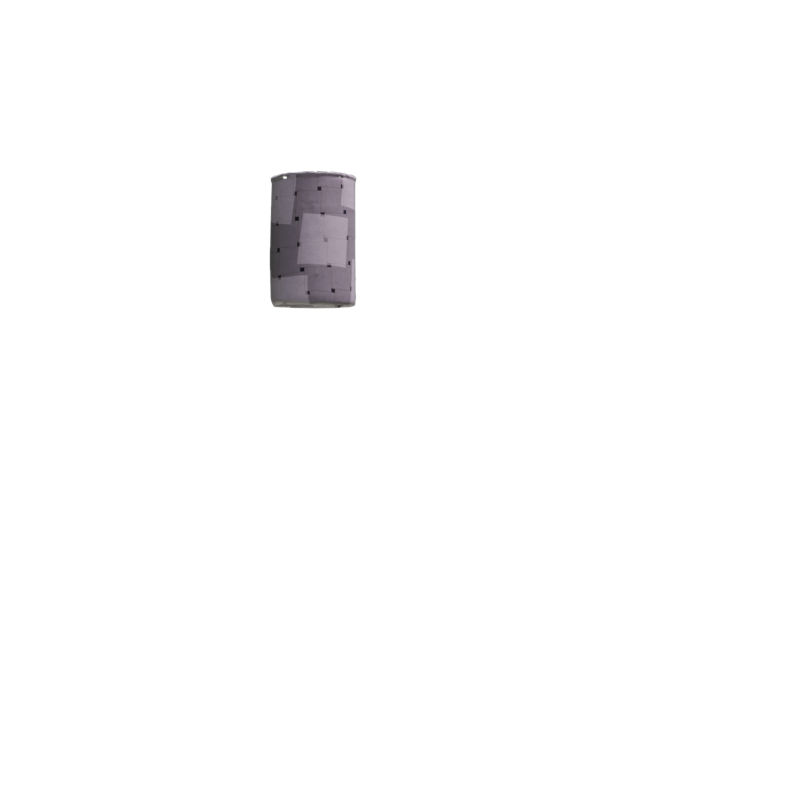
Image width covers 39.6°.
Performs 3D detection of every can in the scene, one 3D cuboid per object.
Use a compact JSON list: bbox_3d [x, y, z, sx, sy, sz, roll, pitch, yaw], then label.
[{"bbox_3d":[-0.068,-0.125,0.873,0.068,0.104,0.068,0,-4,-2],"label":"can"}]
